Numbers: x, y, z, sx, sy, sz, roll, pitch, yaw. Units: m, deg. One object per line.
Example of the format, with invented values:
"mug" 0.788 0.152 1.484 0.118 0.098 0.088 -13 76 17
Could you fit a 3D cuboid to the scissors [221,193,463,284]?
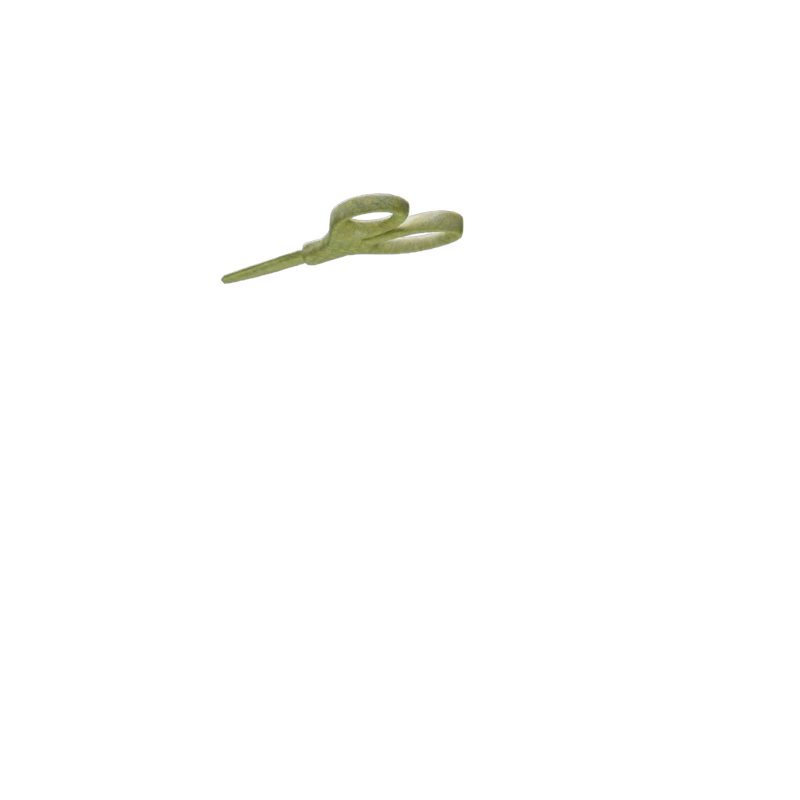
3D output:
"scissors" -0.058 -0.107 0.747 0.206 0.016 0.090 -6 -14 25
